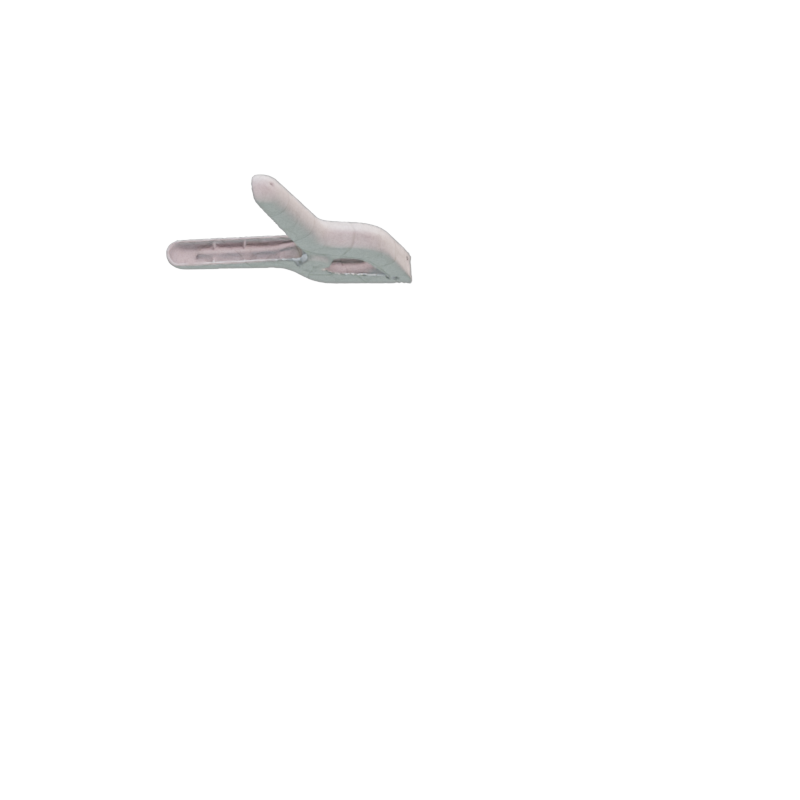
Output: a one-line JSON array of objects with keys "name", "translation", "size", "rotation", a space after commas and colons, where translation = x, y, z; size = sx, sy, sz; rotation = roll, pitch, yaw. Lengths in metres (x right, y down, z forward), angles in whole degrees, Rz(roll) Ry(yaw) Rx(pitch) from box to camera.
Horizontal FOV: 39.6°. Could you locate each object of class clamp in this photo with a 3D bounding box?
[{"name": "clamp", "translation": [-0.073, -0.133, 0.932], "size": [0.202, 0.038, 0.163], "rotation": [8, -18, -25]}]
